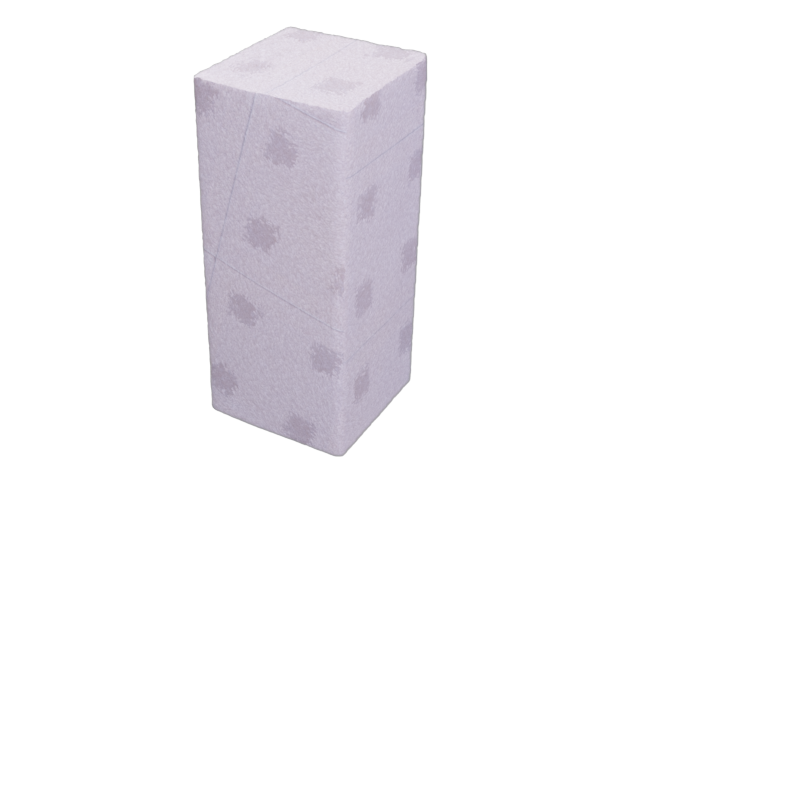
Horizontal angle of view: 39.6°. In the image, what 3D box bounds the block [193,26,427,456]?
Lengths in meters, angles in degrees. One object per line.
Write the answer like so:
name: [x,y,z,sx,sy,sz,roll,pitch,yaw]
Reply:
block: [-0.047,-0.086,0.607,0.094,0.194,0.092,18,36,23]
